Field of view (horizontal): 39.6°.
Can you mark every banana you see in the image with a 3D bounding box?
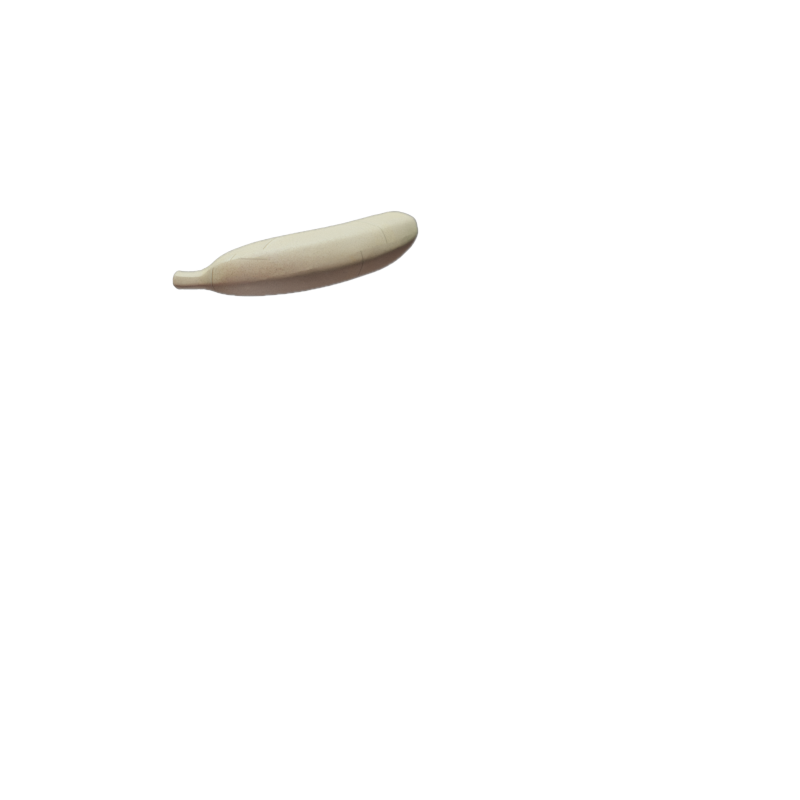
[{"bbox_3d":[-0.050,-0.101,0.739,0.194,0.035,0.074,-17,28,-34],"label":"banana"}]
